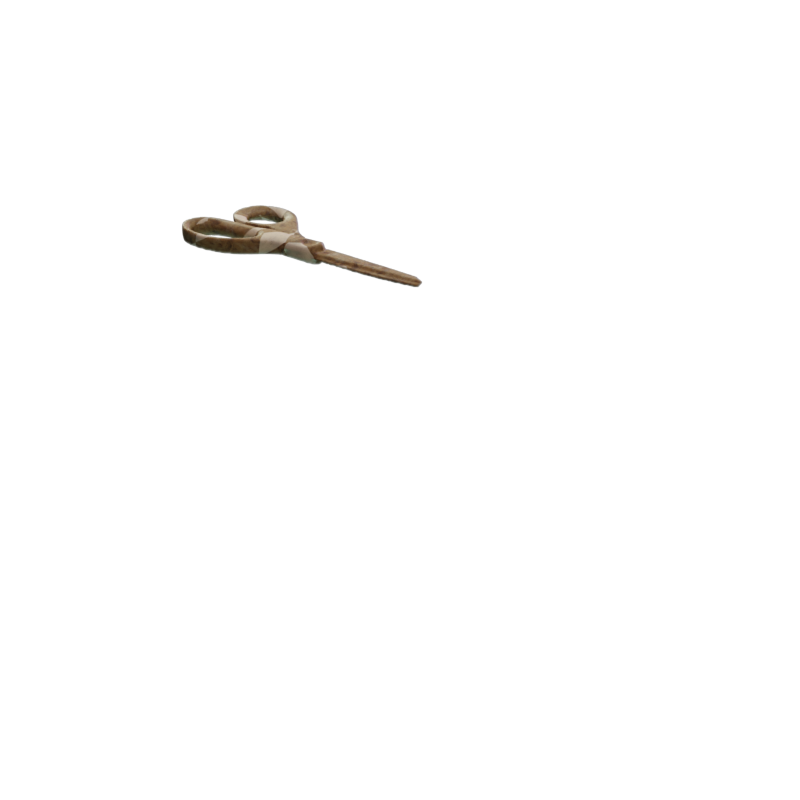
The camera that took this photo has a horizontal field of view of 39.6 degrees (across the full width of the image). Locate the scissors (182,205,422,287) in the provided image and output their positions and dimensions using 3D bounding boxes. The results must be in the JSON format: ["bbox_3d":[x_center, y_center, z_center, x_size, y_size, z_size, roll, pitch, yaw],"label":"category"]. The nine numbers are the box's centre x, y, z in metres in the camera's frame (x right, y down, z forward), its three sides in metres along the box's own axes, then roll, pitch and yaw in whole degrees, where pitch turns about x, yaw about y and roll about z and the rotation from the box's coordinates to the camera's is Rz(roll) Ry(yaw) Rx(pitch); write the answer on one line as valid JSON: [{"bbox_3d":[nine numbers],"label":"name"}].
[{"bbox_3d":[-0.063,-0.116,0.809,0.209,0.015,0.097,12,29,23],"label":"scissors"}]
